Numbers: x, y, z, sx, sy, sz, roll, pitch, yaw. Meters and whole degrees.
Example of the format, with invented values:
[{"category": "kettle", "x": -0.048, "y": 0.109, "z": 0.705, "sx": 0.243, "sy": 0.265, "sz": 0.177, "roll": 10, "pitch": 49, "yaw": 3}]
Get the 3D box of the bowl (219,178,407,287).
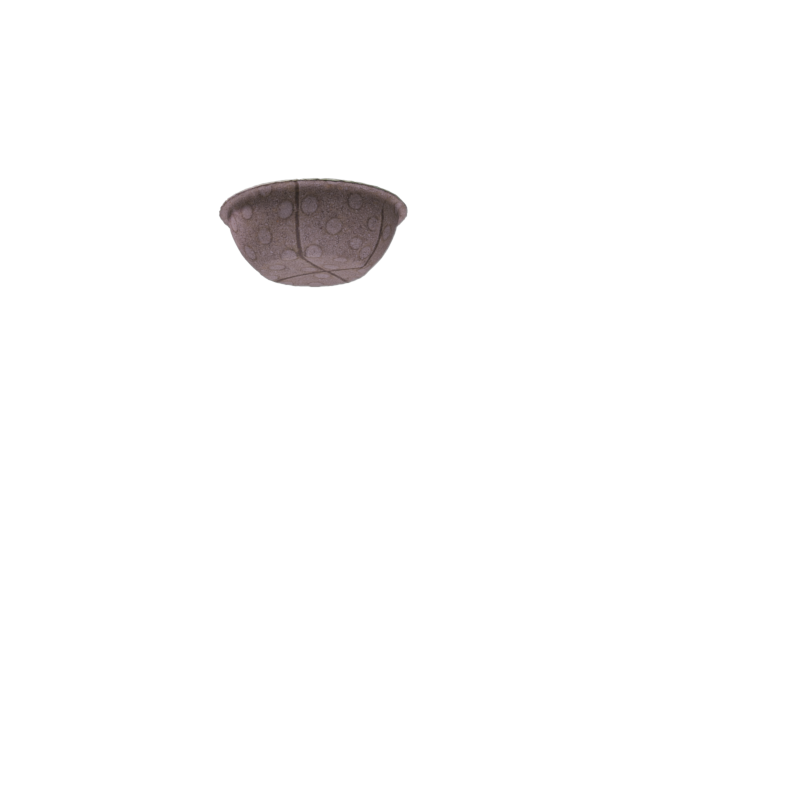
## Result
[{"category": "bowl", "x": -0.074, "y": -0.135, "z": 0.945, "sx": 0.162, "sy": 0.057, "sz": 0.157, "roll": 0, "pitch": -12, "yaw": -2}]
